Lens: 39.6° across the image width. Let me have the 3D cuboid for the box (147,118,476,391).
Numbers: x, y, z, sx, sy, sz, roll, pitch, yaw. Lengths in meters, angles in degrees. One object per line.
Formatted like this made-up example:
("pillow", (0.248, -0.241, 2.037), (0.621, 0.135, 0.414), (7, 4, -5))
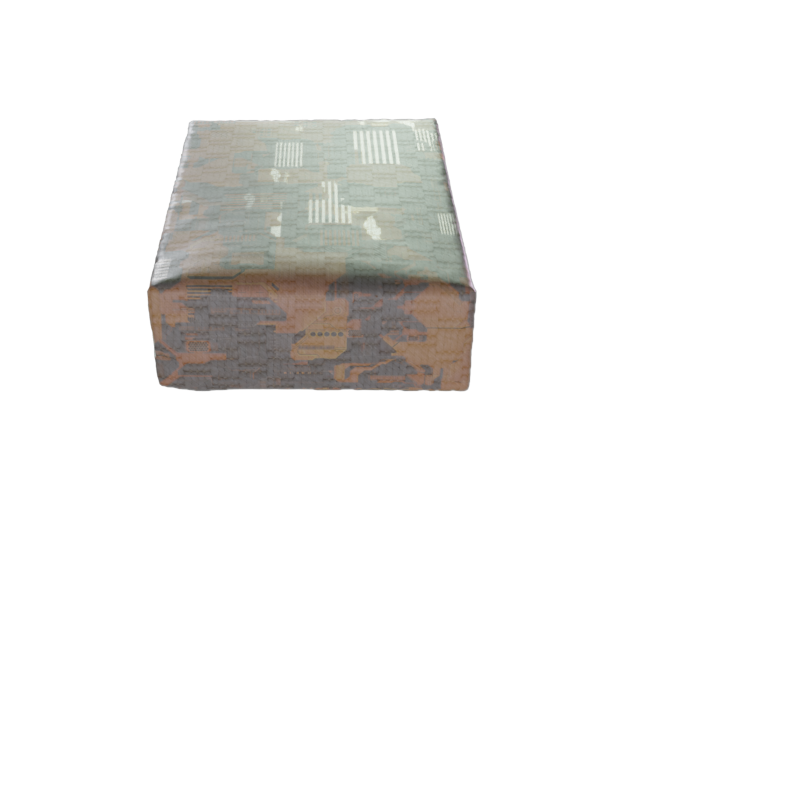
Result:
("box", (-0.051, -0.092, 0.647), (0.164, 0.067, 0.228), (-1, 35, -2))
